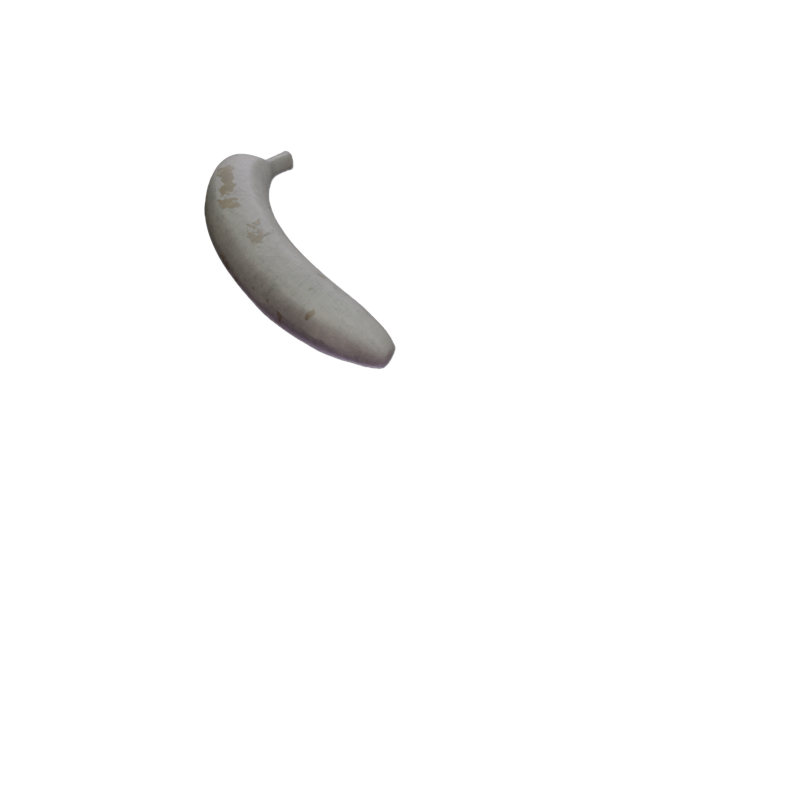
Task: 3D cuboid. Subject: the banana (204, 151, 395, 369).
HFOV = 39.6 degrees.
[{"bbox_3d":[-0.066,-0.085,0.604,0.069,0.034,0.214,-12,44,-14],"label":"banana"}]
